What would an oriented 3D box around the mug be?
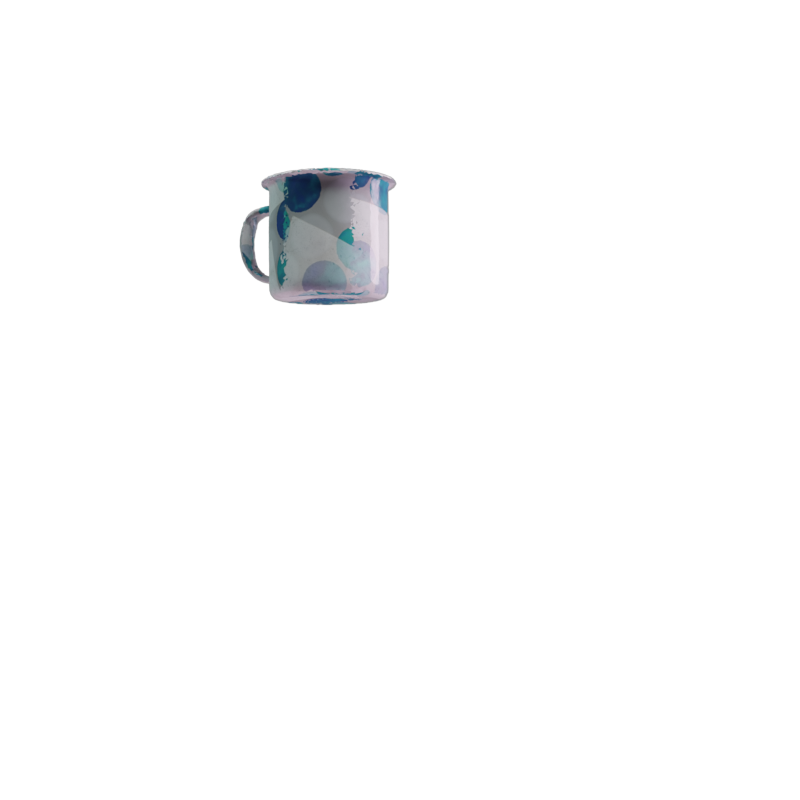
[{"bbox_3d":[-0.060,-0.109,0.762,0.120,0.083,0.089,-2,-5,25],"label":"mug"}]
